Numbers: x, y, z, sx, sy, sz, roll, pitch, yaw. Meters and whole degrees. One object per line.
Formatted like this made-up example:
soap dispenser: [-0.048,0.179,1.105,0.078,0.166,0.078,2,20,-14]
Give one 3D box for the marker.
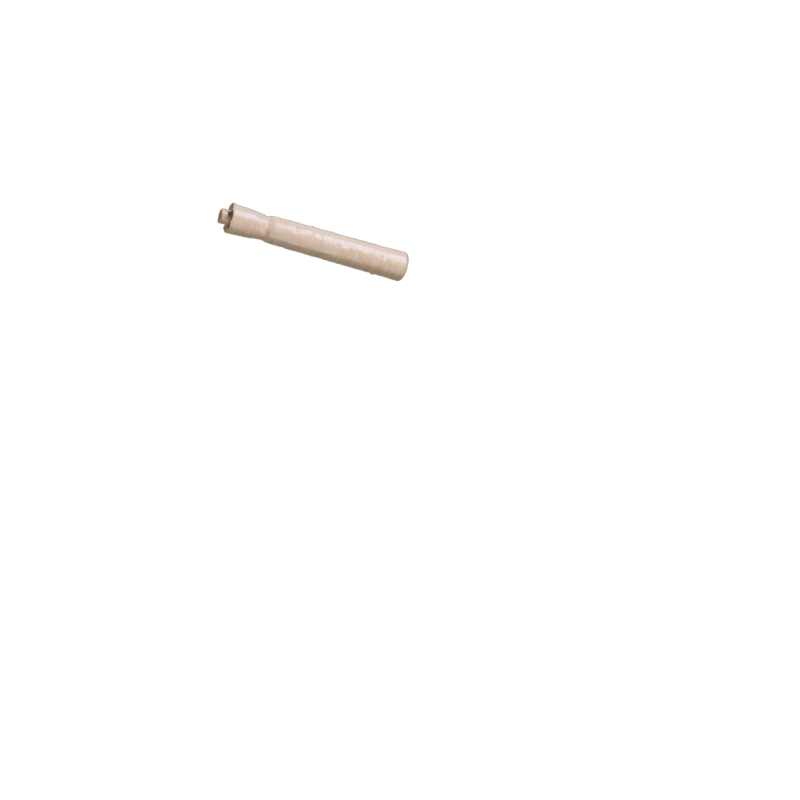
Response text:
marker: [-0.053,-0.097,0.676,0.117,0.020,0.020,14,-1,-17]
